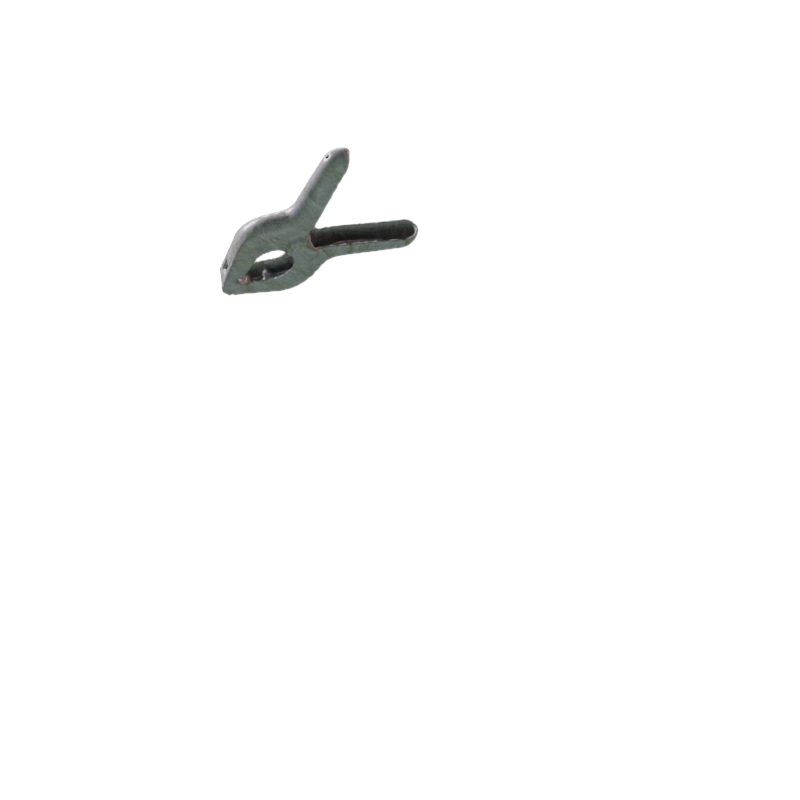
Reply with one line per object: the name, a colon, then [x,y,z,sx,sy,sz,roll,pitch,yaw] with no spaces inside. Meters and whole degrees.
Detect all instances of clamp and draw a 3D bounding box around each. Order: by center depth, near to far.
clamp: [-0.073,-0.133,0.934,0.170,0.042,0.112,-31,-52,28]
